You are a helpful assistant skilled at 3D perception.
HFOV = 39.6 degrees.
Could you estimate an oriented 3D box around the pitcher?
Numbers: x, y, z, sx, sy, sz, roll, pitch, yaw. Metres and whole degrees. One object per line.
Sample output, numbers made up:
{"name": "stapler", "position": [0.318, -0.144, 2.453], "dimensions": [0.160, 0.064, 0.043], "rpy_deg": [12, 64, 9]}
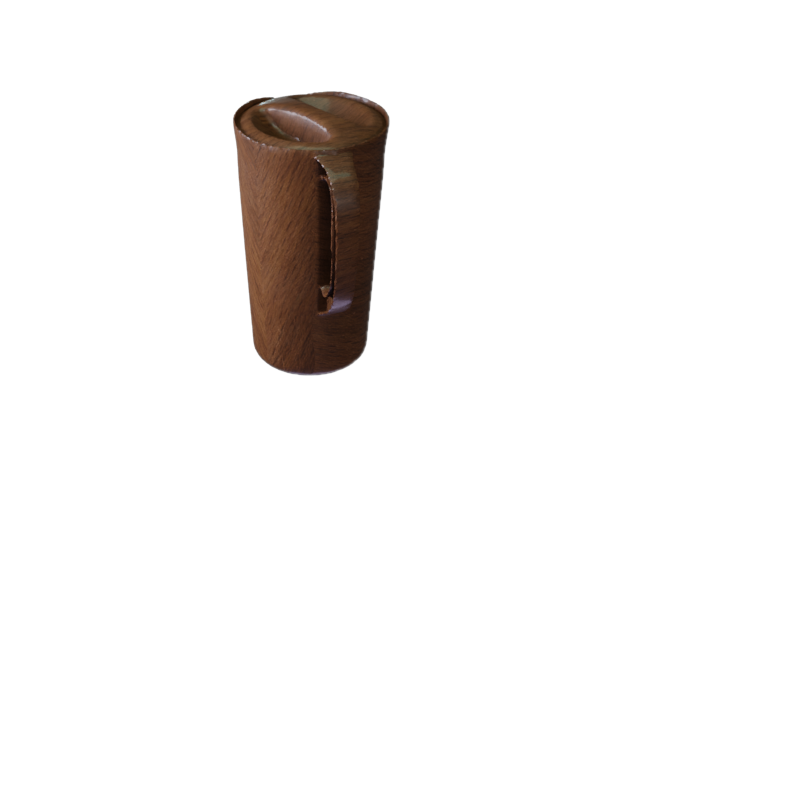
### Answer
{"name": "pitcher", "position": [-0.077, -0.141, 0.985], "dimensions": [0.151, 0.228, 0.153], "rpy_deg": [15, 34, 20]}
